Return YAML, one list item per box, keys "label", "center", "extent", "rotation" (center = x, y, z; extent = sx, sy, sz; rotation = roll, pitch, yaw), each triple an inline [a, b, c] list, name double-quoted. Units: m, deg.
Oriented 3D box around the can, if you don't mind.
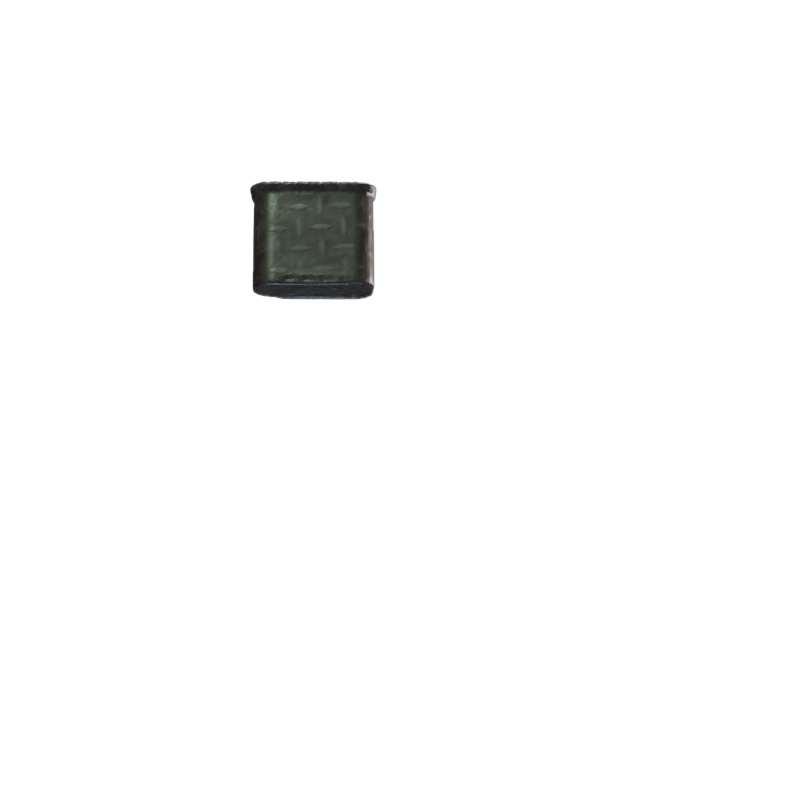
- label: "can"
  center: [-0.069, -0.127, 0.889]
  extent: [0.102, 0.087, 0.056]
  rotation: [0, -14, -1]
